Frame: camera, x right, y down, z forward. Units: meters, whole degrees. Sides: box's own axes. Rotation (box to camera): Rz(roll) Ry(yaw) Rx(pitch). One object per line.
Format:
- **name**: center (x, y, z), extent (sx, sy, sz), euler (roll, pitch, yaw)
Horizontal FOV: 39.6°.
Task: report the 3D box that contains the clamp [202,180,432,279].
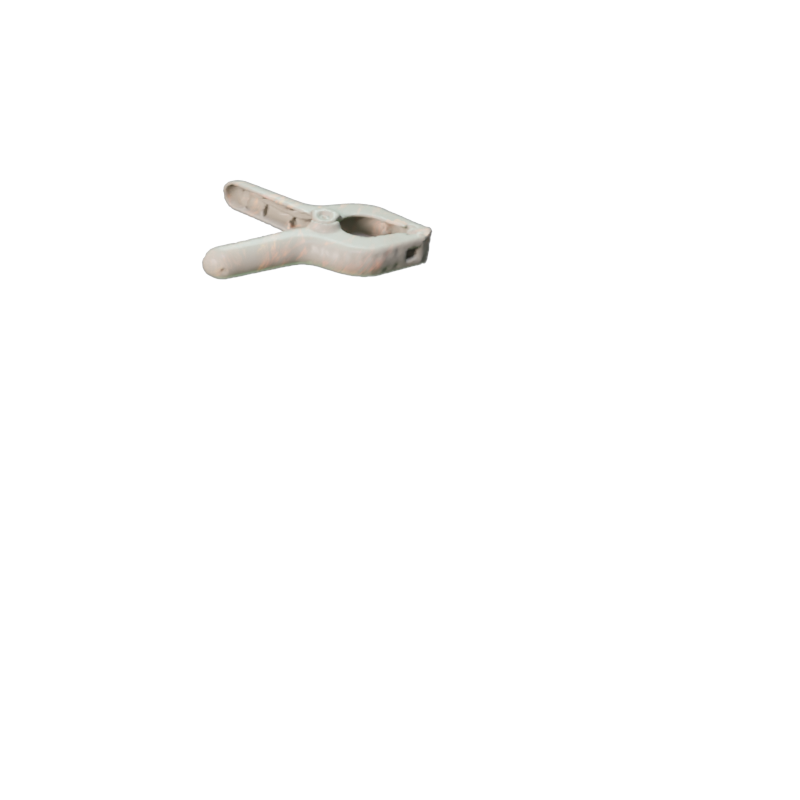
- **clamp**: center (-0.065, -0.119, 0.833), extent (0.174, 0.037, 0.127), euler (8, 43, 9)
